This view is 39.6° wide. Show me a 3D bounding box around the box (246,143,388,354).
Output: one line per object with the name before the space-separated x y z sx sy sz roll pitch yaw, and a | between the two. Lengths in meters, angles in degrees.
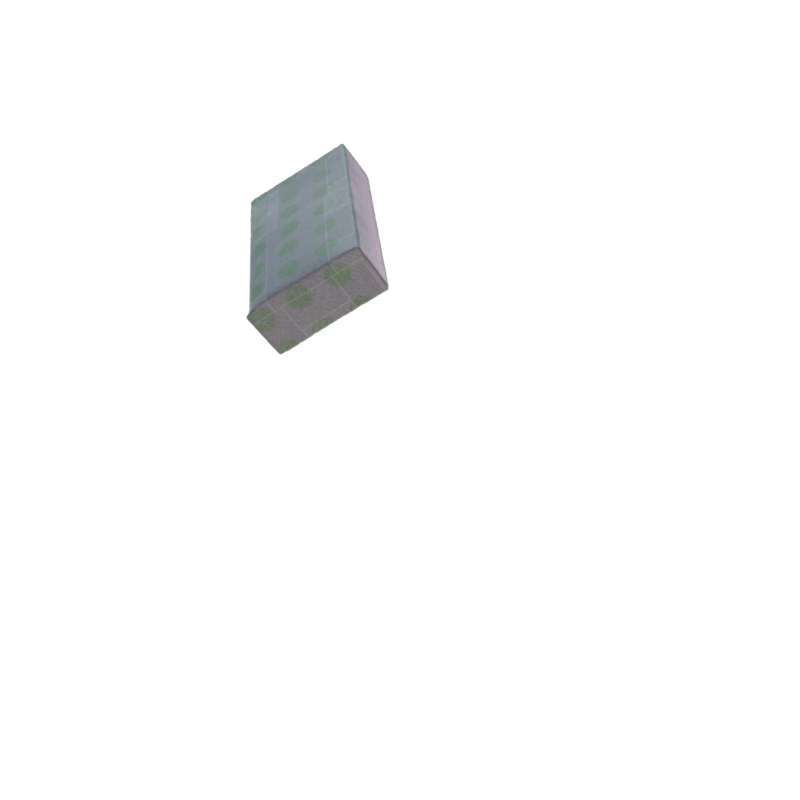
box | -0.063 -0.116 0.810 0.093 0.045 0.188 -30 30 14
